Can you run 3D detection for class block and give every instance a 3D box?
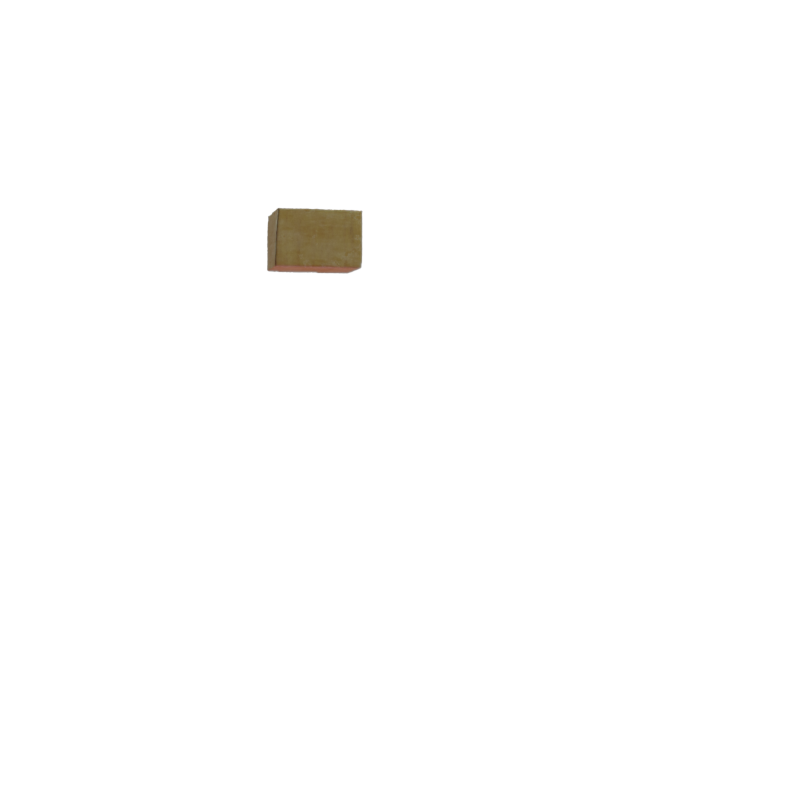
[{"bbox_3d":[-0.077,-0.140,0.980,0.077,0.052,0.053,0,-3,-14],"label":"block"}]
